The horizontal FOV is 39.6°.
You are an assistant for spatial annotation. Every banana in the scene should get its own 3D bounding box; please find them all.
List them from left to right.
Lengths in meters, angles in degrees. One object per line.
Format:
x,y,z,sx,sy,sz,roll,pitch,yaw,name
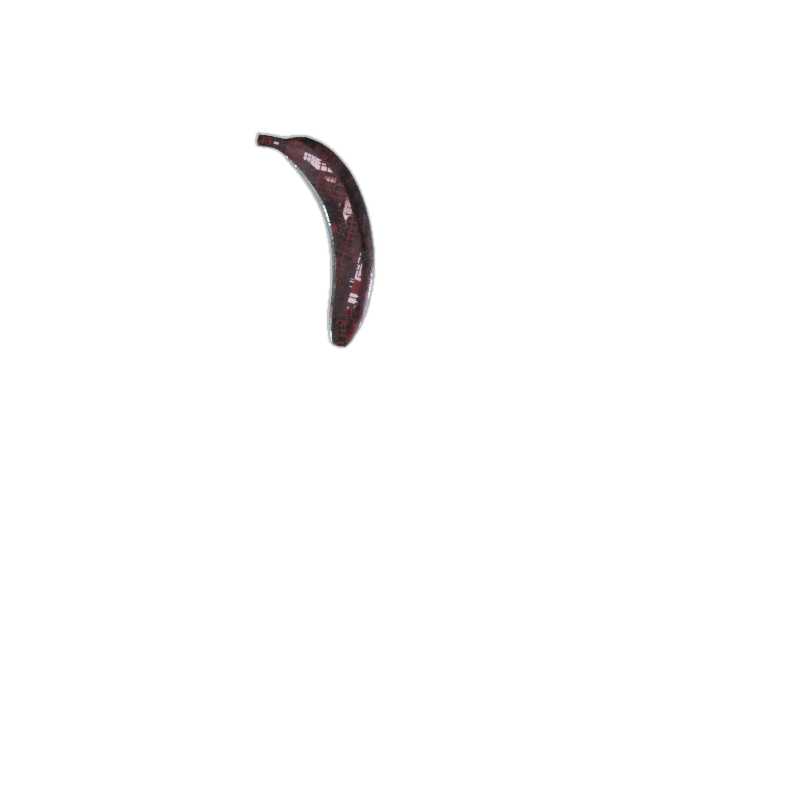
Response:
-0.059,-0.146,0.952,0.070,0.194,0.037,-20,6,2,banana
